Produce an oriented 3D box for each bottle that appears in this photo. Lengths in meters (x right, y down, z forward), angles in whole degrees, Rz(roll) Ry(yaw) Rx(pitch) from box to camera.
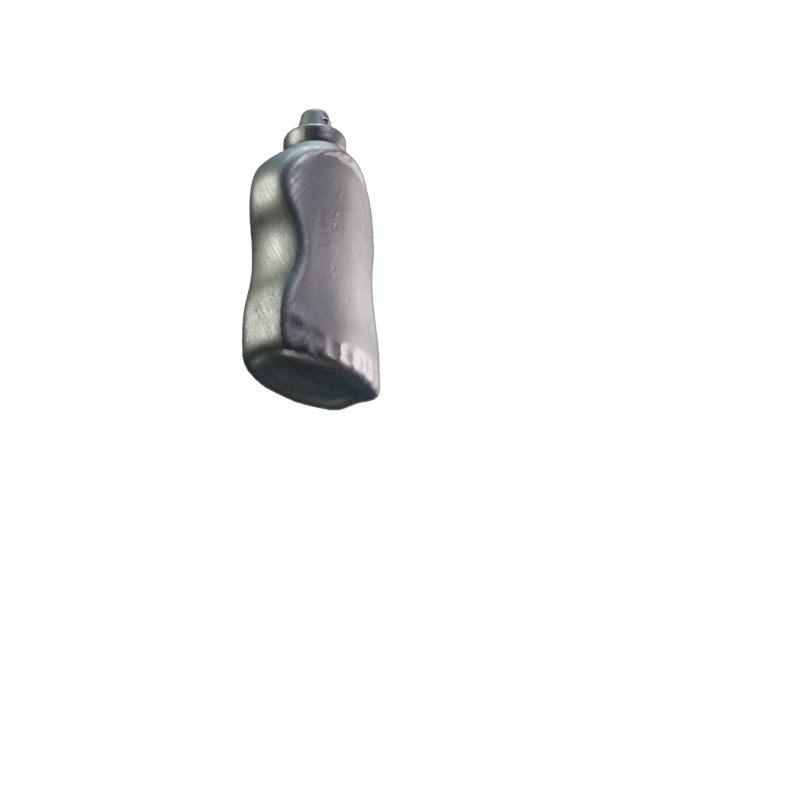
[{"bbox_3d":[-0.053,-0.097,0.681,0.059,0.204,0.089,-22,-34,32],"label":"bottle"}]
